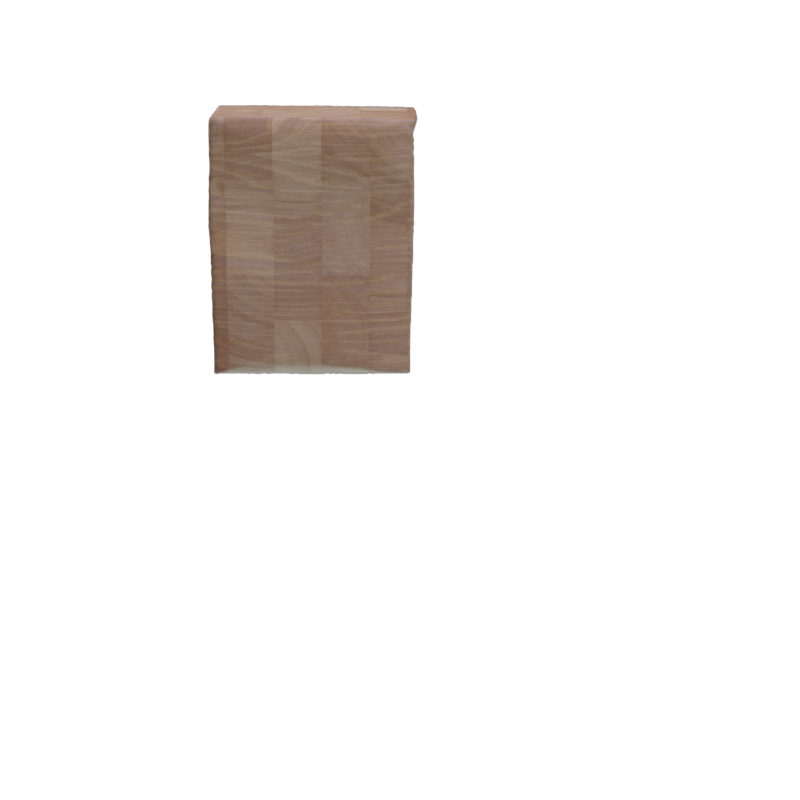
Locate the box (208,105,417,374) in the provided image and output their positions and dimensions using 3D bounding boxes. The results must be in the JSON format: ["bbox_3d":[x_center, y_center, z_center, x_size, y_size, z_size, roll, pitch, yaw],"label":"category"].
[{"bbox_3d":[-0.071,-0.129,0.901,0.164,0.206,0.074,1,16,1],"label":"box"}]
